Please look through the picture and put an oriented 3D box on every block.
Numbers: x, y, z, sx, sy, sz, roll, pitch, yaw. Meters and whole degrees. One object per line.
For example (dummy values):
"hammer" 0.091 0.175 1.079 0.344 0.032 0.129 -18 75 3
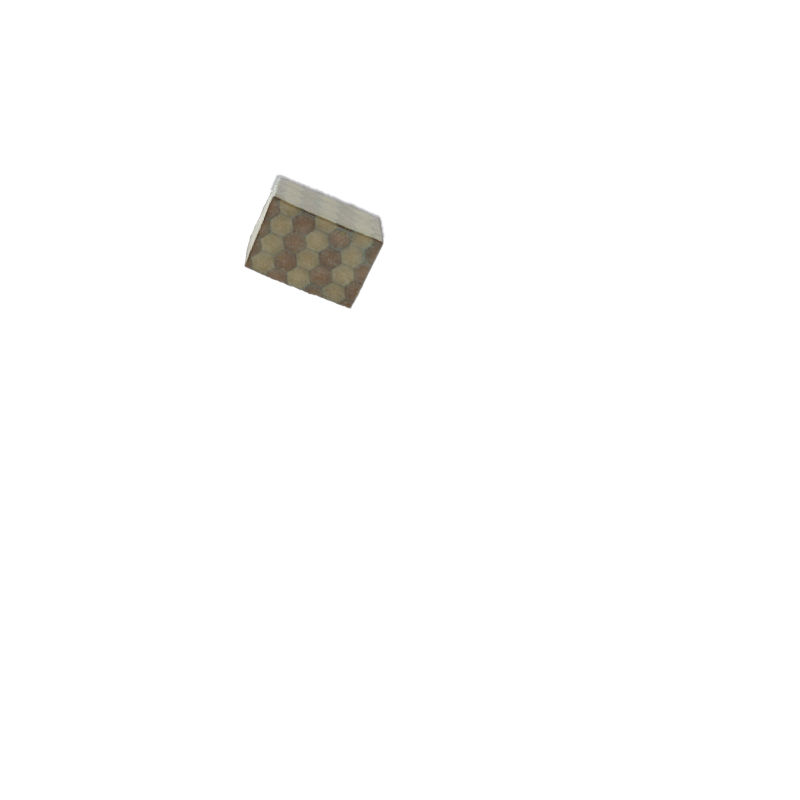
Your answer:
"block" -0.057 -0.104 0.725 0.076 0.051 0.054 22 21 -10
